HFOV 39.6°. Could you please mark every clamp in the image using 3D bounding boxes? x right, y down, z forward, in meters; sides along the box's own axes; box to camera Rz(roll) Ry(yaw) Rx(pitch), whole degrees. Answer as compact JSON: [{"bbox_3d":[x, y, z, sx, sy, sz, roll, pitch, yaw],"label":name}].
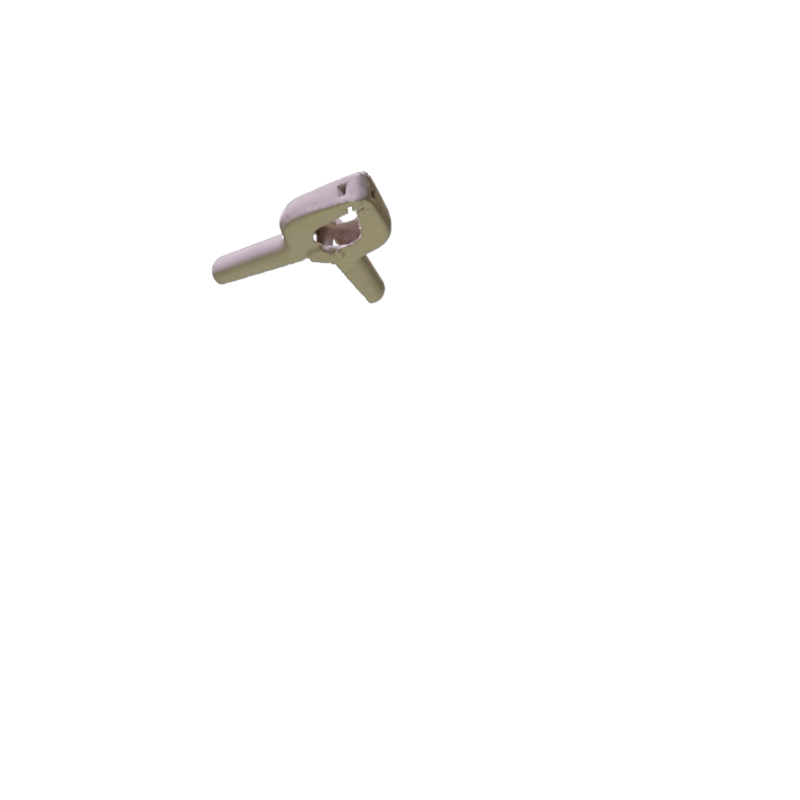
[{"bbox_3d":[-0.075,-0.137,0.959,0.162,0.038,0.203,4,-19,-11],"label":"clamp"}]
